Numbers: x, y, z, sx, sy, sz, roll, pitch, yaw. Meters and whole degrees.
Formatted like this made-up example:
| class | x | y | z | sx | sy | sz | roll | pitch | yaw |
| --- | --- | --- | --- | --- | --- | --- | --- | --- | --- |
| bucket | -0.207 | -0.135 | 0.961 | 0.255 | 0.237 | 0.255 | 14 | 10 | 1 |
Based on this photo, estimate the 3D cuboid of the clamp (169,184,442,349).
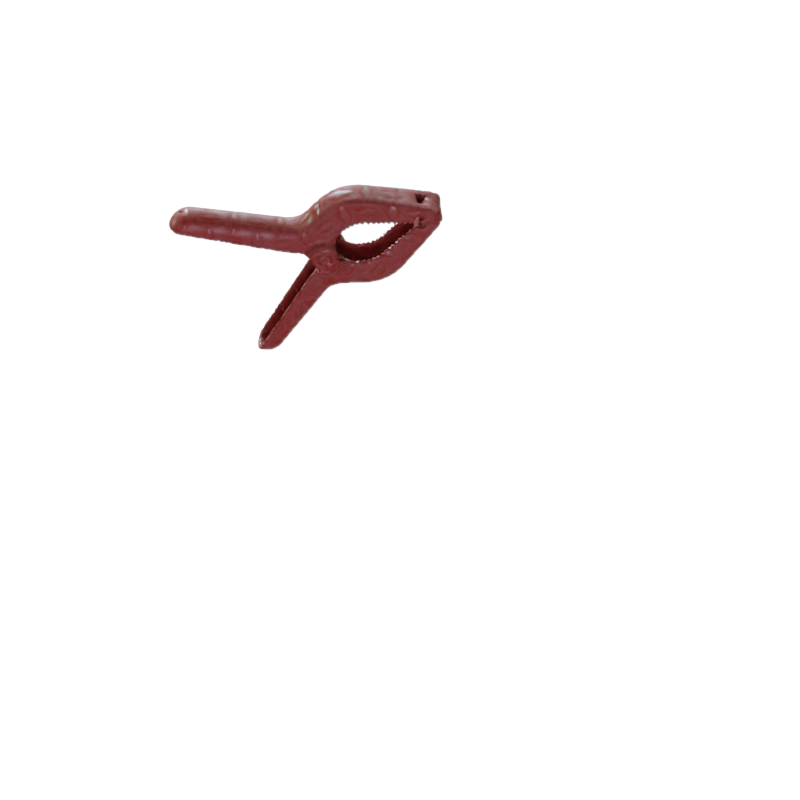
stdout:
| class | x | y | z | sx | sy | sz | roll | pitch | yaw |
| --- | --- | --- | --- | --- | --- | --- | --- | --- | --- |
| clamp | -0.070 | -0.128 | 0.896 | 0.211 | 0.039 | 0.152 | -23 | -48 | 22 |
